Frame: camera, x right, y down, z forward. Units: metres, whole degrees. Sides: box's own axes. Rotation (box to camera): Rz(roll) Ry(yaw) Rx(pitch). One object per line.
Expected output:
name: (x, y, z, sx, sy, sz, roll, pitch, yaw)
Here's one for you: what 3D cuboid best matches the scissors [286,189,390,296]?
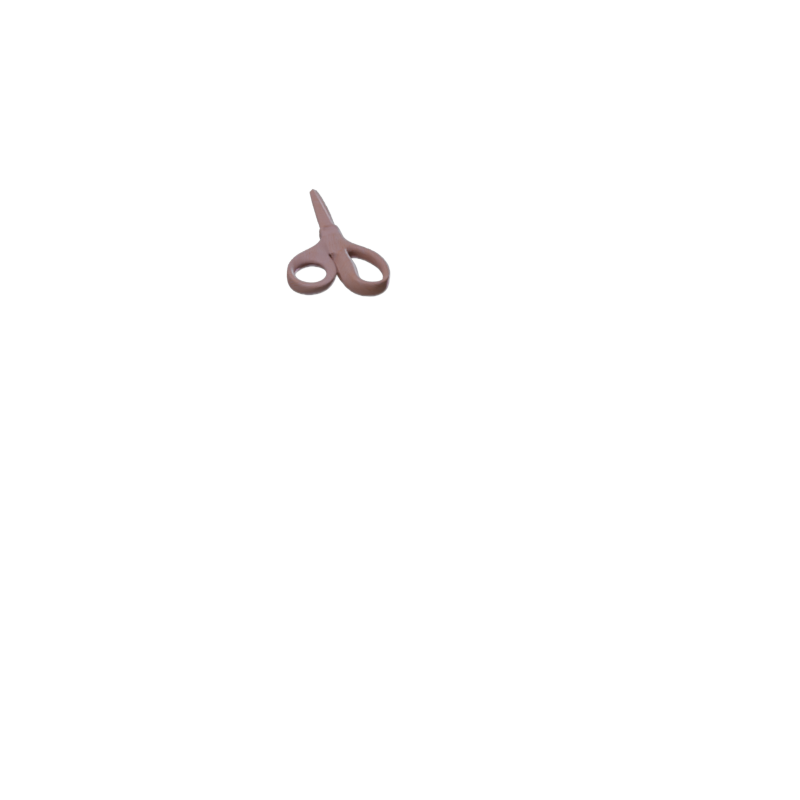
scissors: (-0.078, -0.143, 0.999, 0.095, 0.015, 0.218, -15, 36, -22)
